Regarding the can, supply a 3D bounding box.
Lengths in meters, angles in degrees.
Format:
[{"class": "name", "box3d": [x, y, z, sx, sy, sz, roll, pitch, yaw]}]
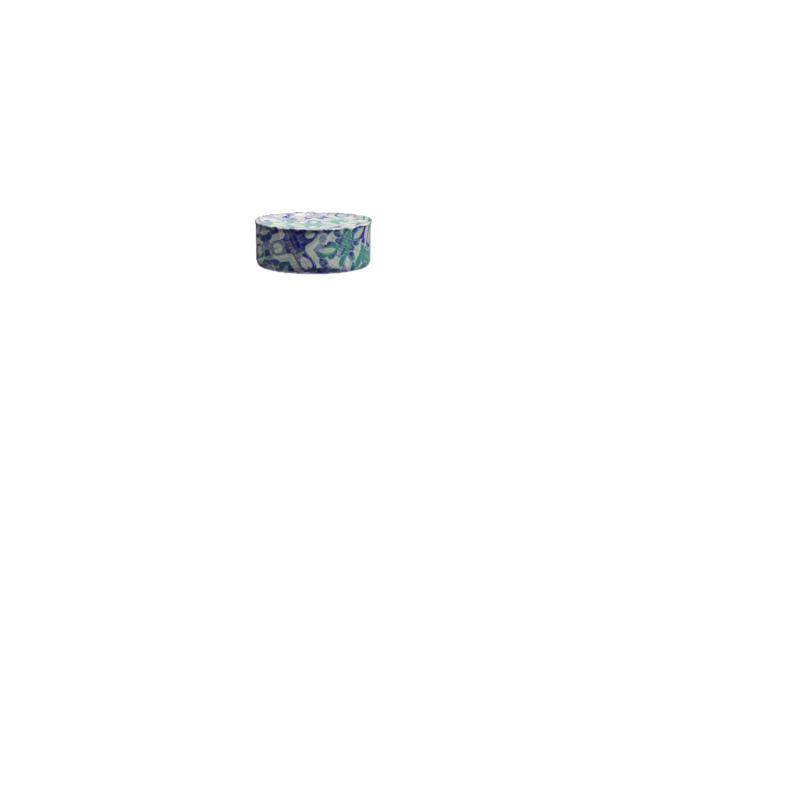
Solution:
[{"class": "can", "box3d": [-0.064, -0.116, 0.814, 0.086, 0.033, 0.089, 0, 16, -2]}]
